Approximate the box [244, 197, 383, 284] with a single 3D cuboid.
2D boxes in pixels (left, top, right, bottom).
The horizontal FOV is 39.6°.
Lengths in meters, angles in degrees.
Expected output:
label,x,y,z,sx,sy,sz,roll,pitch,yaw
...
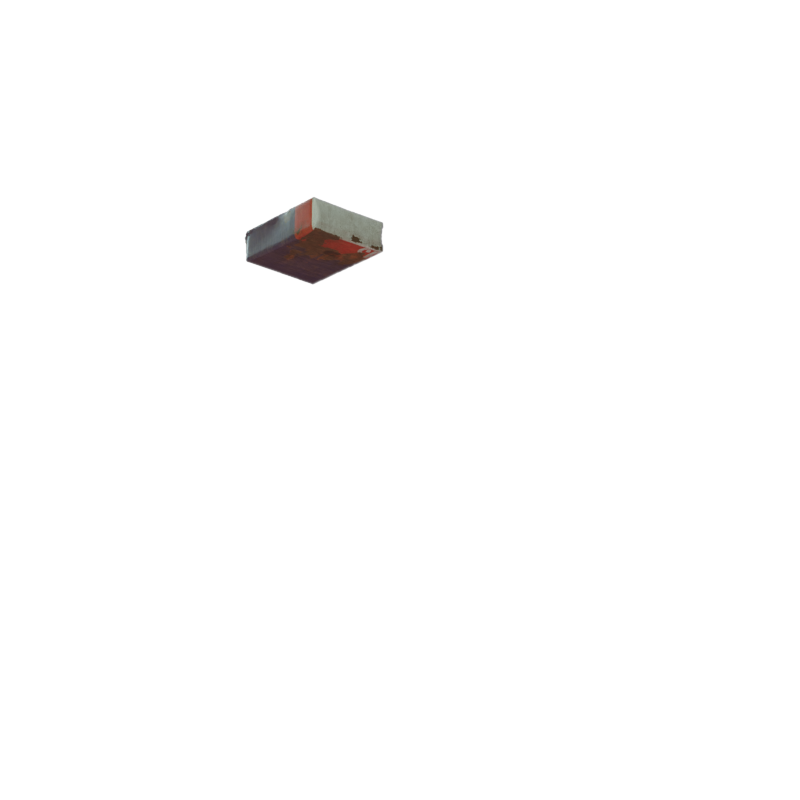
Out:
label,x,y,z,sx,sy,sz,roll,pitch,yaw
box,-0.070,-0.127,0.887,0.069,0.032,0.090,16,-23,-40
